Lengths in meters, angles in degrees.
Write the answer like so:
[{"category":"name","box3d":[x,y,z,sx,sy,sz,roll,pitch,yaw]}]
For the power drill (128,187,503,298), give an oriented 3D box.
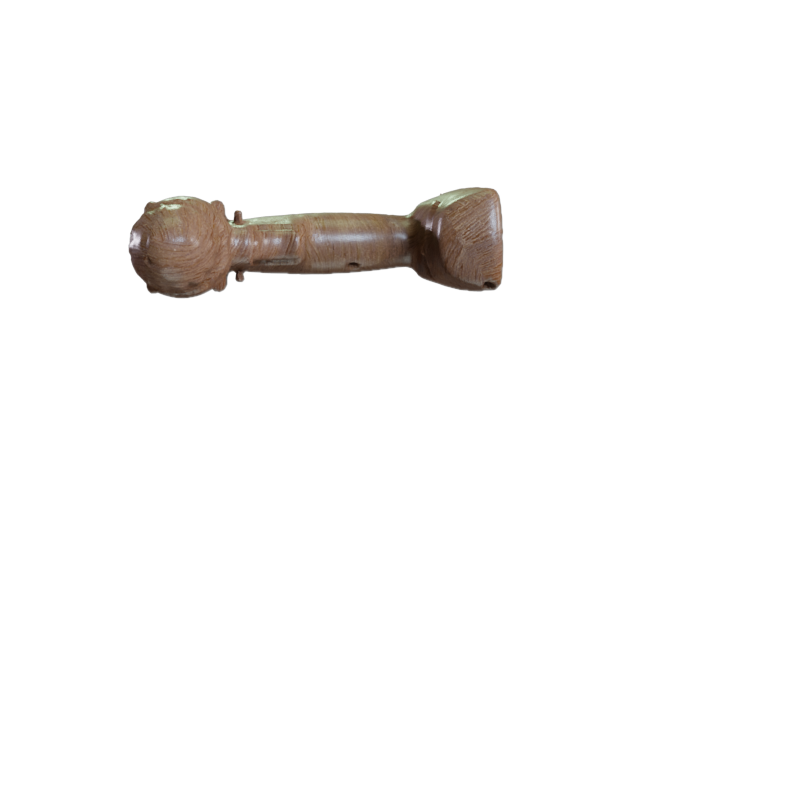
[{"category":"power drill","box3d":[-0.046,-0.083,0.581,0.187,0.057,0.188,-1,9,-5]}]
